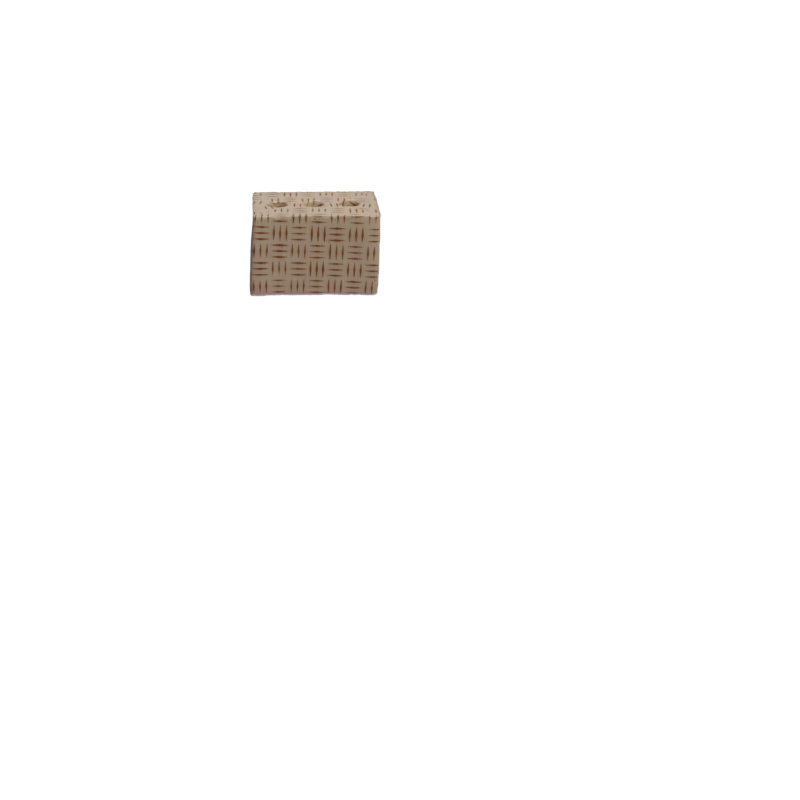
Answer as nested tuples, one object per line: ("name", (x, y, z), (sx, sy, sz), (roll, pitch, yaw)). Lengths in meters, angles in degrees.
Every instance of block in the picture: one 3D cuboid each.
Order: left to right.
("block", (-0.053, -0.097, 0.678), (0.078, 0.049, 0.056), (-1, 24, -4))
